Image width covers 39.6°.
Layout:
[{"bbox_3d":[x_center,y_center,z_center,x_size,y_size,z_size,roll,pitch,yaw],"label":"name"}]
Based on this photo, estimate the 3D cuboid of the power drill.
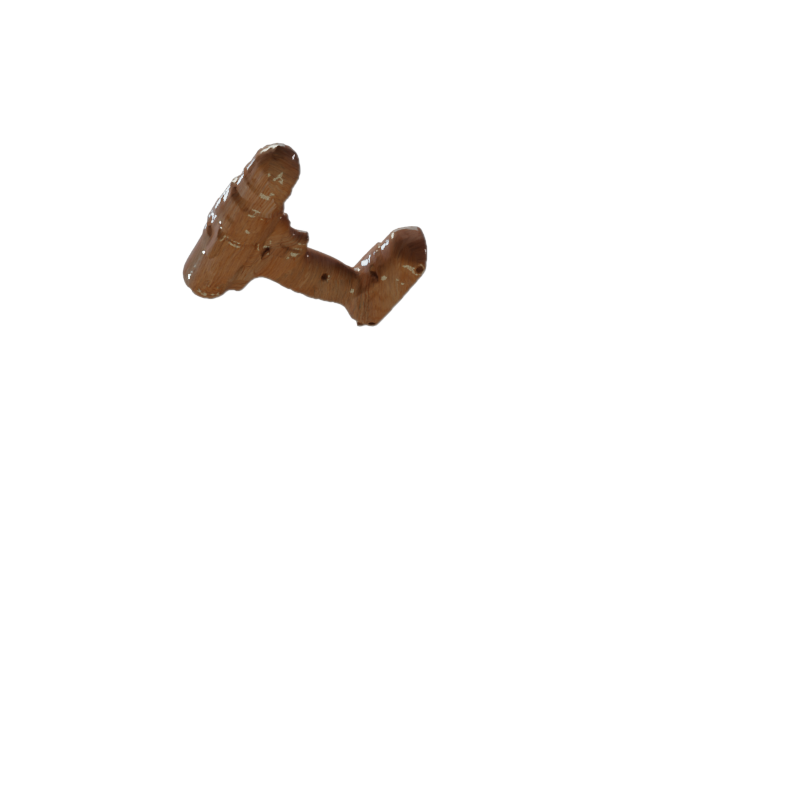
[{"bbox_3d":[-0.075,-0.136,0.954,0.180,0.061,0.179,16,-37,-23],"label":"power drill"}]
